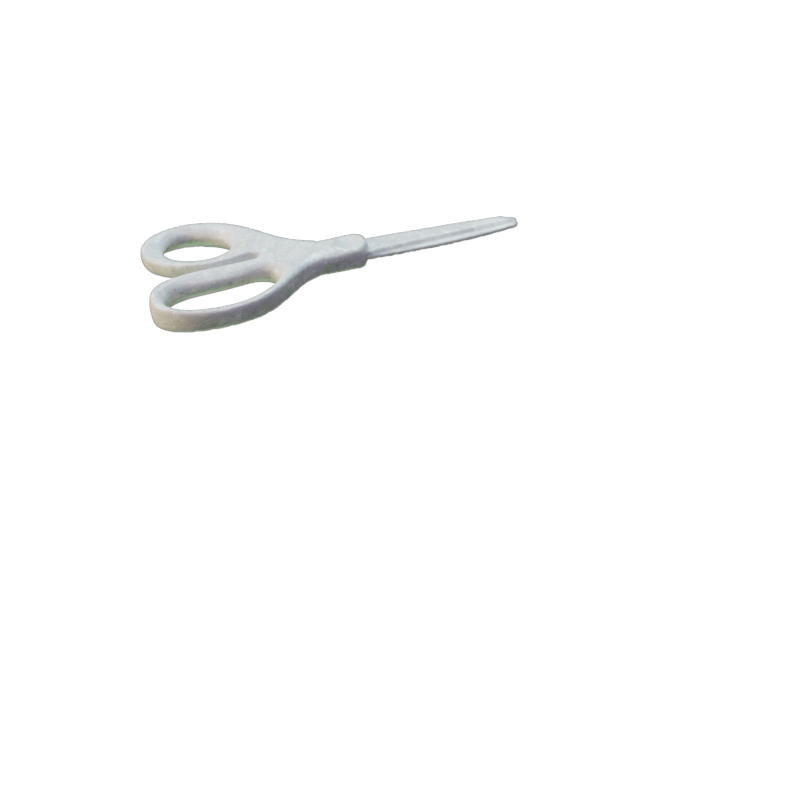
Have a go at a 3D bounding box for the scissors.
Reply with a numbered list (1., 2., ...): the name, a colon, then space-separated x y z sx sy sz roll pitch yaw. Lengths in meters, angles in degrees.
1. scissors: -0.045 -0.082 0.571 0.200 0.015 0.103 -24 41 -31
